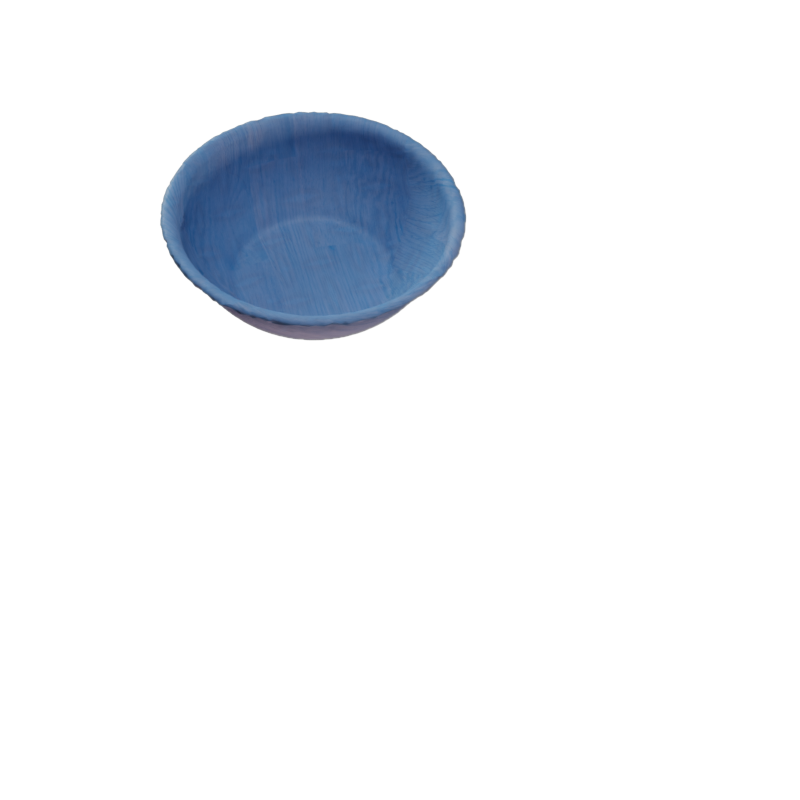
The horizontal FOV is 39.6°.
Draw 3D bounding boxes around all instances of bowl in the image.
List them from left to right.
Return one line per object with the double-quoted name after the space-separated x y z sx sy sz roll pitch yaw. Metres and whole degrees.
-0.048 -0.087 0.607 0.162 0.174 0.051 -1 -40 -1 "bowl"
